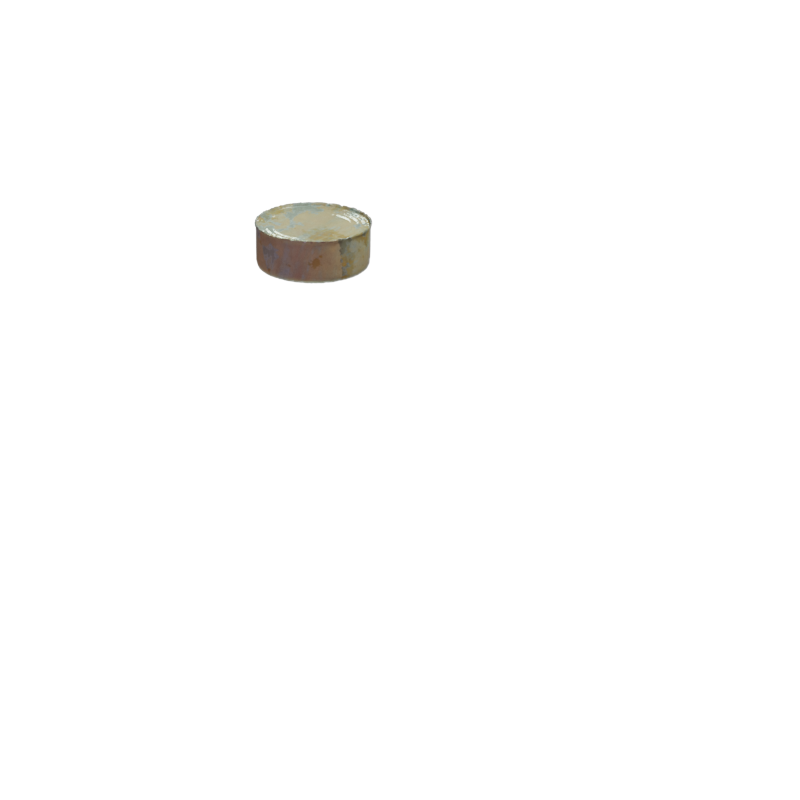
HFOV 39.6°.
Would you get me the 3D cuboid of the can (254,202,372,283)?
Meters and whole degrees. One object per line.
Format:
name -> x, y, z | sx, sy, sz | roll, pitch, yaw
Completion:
can -> -0.064, -0.116, 0.815 | 0.086, 0.032, 0.091 | -1, 27, -2
